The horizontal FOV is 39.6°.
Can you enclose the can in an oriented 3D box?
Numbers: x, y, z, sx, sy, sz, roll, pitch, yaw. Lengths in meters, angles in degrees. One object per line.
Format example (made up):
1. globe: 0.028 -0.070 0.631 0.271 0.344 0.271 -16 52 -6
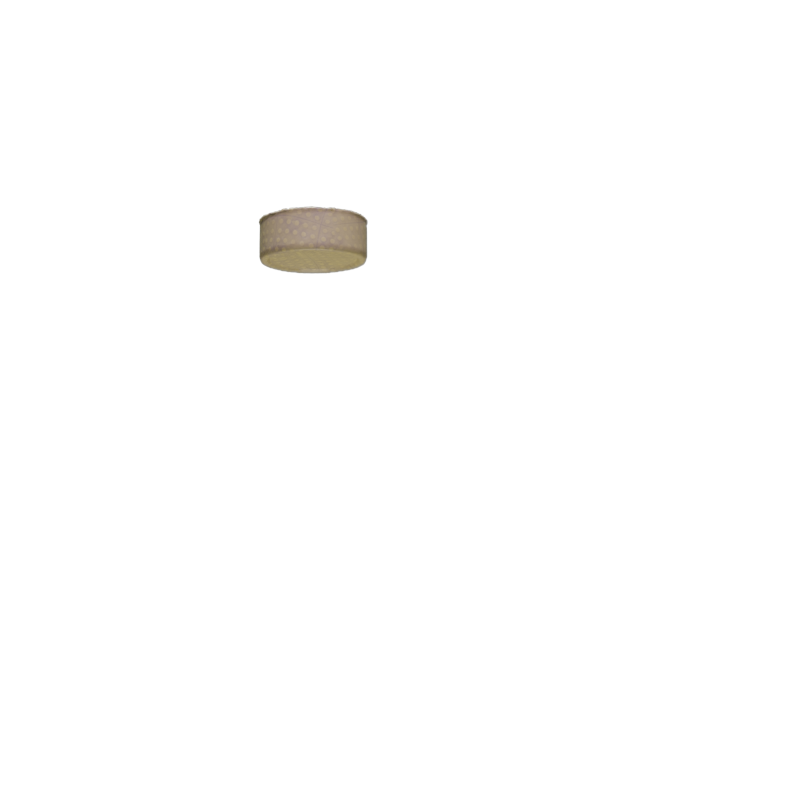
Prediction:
1. can: -0.068 -0.124 0.870 0.086 0.034 0.084 0 -7 -2
